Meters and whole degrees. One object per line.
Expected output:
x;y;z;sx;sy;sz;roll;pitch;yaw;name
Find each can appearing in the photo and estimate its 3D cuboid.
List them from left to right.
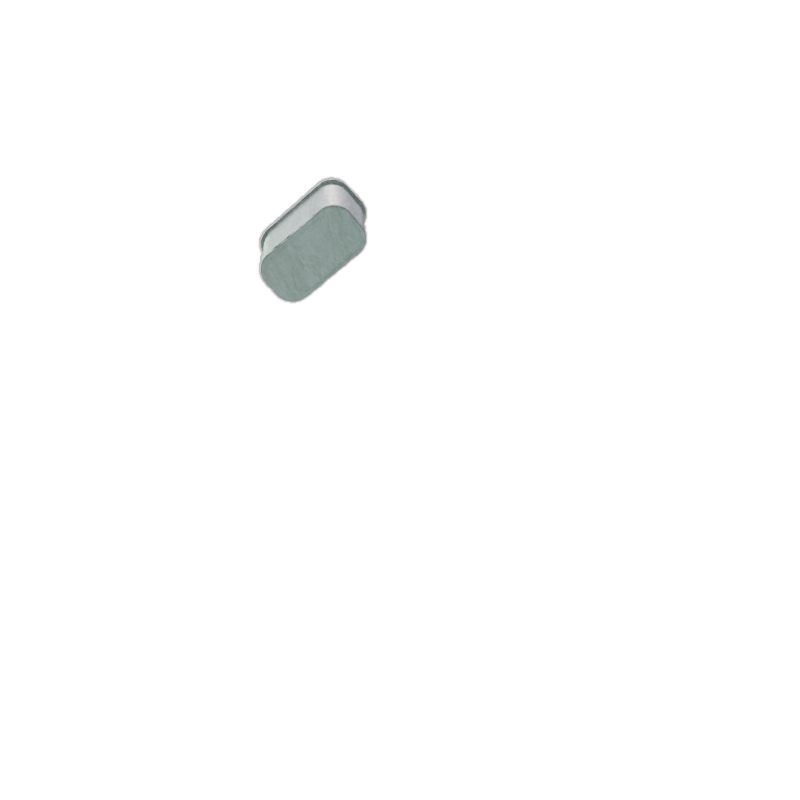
-0.077;-0.141;0.985;0.101;0.055;0.088;-39;19;12;can
